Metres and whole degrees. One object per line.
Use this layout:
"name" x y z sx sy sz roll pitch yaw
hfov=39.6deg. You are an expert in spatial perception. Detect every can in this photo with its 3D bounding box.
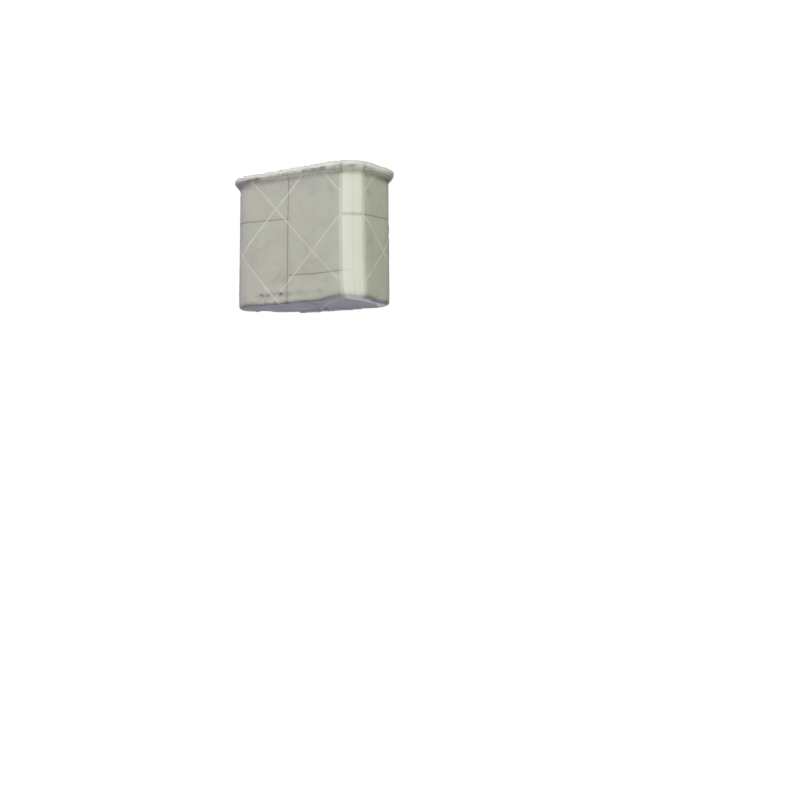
"can" -0.055 -0.099 0.697 0.105 0.085 0.055 -3 -8 34
